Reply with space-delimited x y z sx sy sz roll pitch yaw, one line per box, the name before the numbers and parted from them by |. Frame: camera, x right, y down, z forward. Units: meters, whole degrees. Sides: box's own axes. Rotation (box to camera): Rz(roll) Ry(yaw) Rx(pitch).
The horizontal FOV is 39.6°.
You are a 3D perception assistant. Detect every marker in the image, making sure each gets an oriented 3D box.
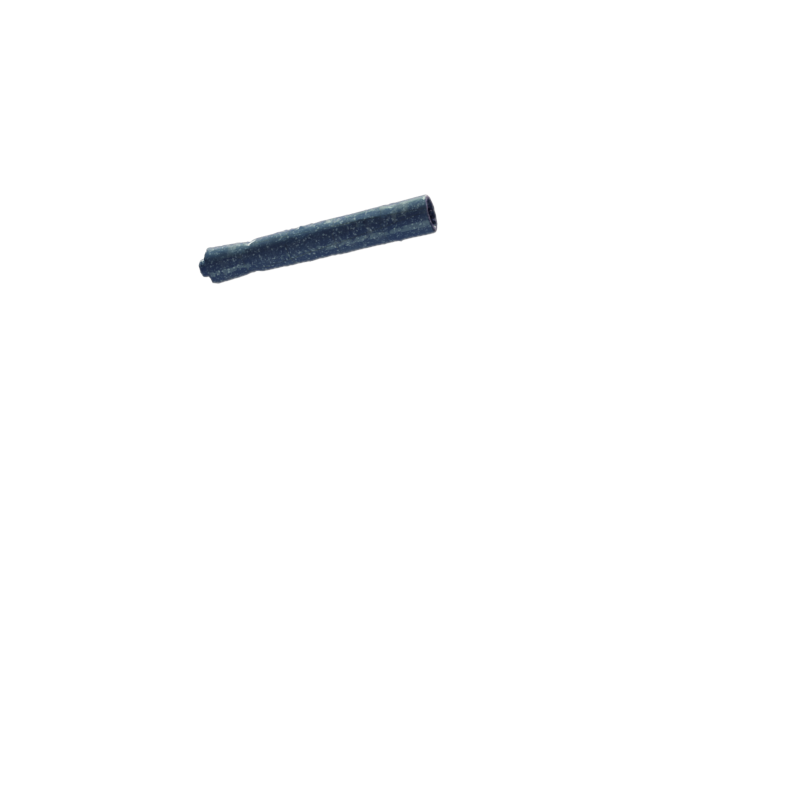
marker | -0.042 -0.077 0.540 0.122 0.020 0.019 -11 1 18
